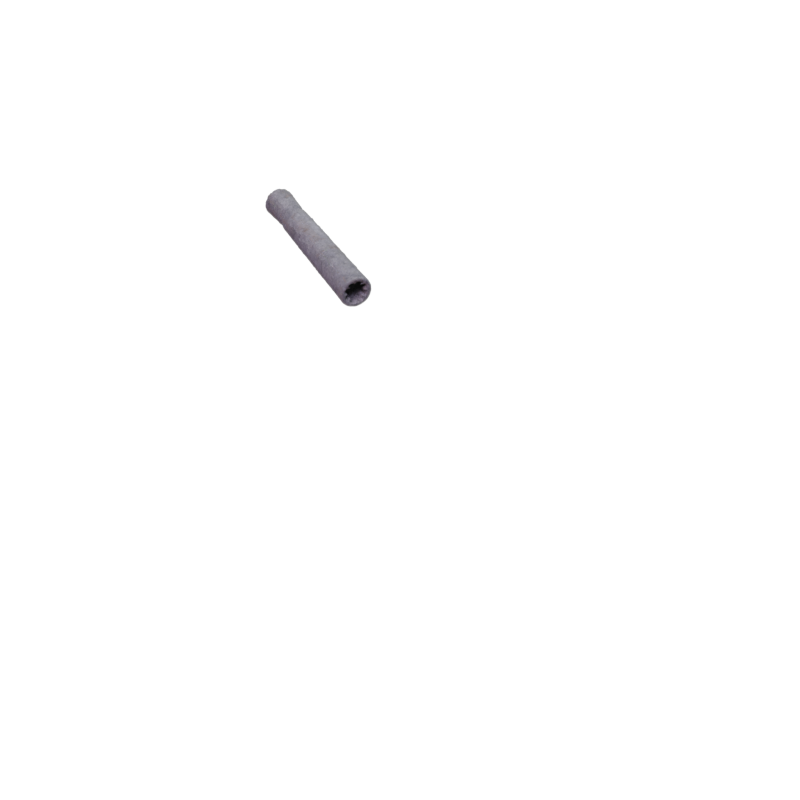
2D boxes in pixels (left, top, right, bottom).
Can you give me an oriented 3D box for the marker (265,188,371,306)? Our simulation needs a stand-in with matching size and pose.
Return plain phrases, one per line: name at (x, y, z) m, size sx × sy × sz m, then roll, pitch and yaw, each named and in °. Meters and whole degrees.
marker at (-0.051, -0.093, 0.655) m, size 0.019 × 0.019 × 0.131 m, roll -2°, pitch 33°, yaw -28°
